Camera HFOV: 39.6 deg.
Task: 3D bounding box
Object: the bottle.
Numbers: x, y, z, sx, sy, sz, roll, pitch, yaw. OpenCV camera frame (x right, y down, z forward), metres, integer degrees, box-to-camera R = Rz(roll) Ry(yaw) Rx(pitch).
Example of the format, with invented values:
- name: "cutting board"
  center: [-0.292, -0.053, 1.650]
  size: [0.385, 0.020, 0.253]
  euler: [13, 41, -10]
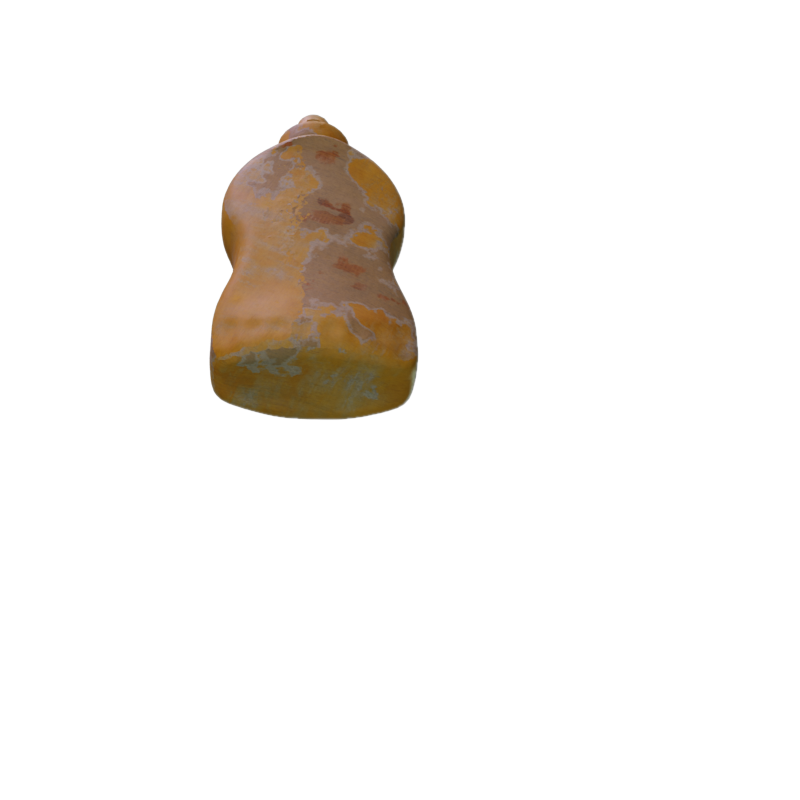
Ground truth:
- name: "bottle"
  center: [-0.045, -0.082, 0.572]
  size: [0.096, 0.206, 0.054]
  euler: [0, -42, -4]
